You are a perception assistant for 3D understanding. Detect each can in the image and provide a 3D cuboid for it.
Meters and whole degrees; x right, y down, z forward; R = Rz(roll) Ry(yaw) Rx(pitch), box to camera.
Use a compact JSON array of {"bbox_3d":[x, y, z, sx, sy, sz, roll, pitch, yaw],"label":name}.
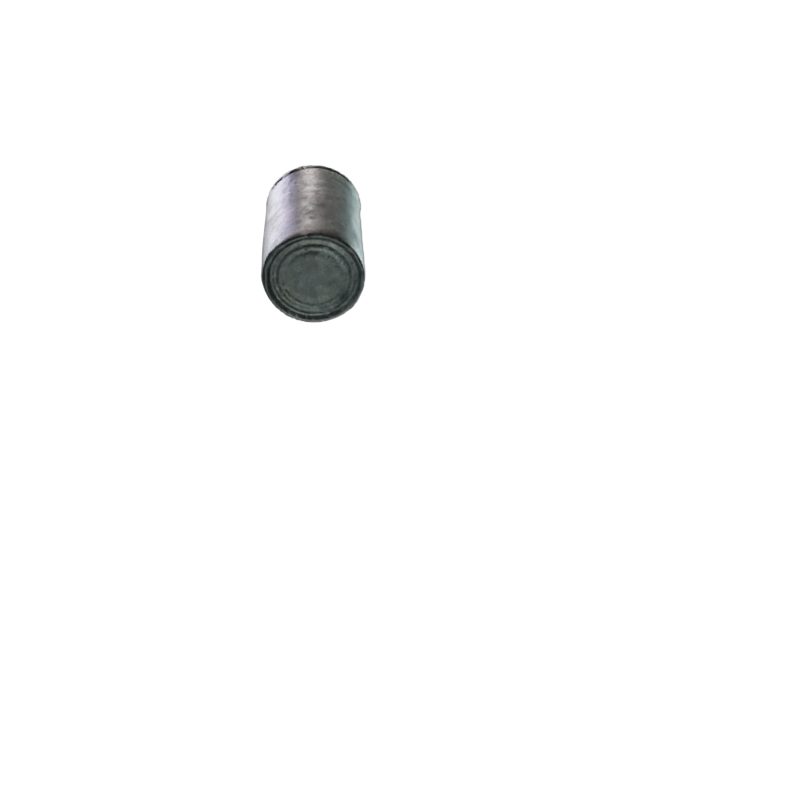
[{"bbox_3d":[-0.058,-0.107,0.747,0.068,0.064,0.109,-1,33,-3],"label":"can"}]
